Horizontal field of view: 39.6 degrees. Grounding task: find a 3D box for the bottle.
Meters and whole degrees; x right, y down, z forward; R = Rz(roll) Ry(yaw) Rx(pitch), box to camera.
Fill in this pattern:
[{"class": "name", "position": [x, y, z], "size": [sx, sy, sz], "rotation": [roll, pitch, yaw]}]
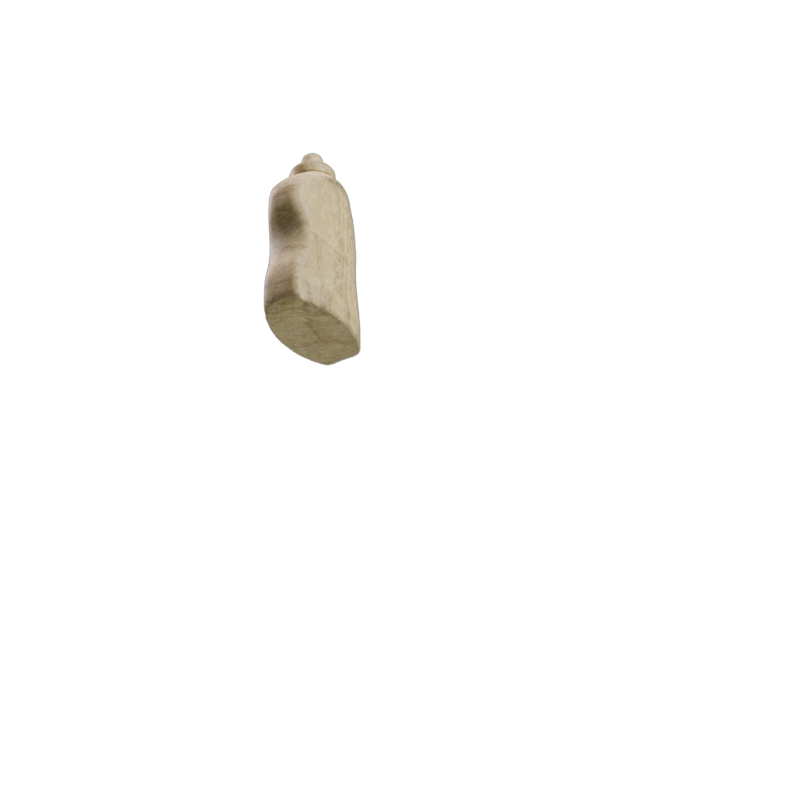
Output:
[{"class": "bottle", "position": [-0.072, -0.131, 0.919], "size": [0.059, 0.205, 0.089], "rotation": [-24, -41, 26]}]
